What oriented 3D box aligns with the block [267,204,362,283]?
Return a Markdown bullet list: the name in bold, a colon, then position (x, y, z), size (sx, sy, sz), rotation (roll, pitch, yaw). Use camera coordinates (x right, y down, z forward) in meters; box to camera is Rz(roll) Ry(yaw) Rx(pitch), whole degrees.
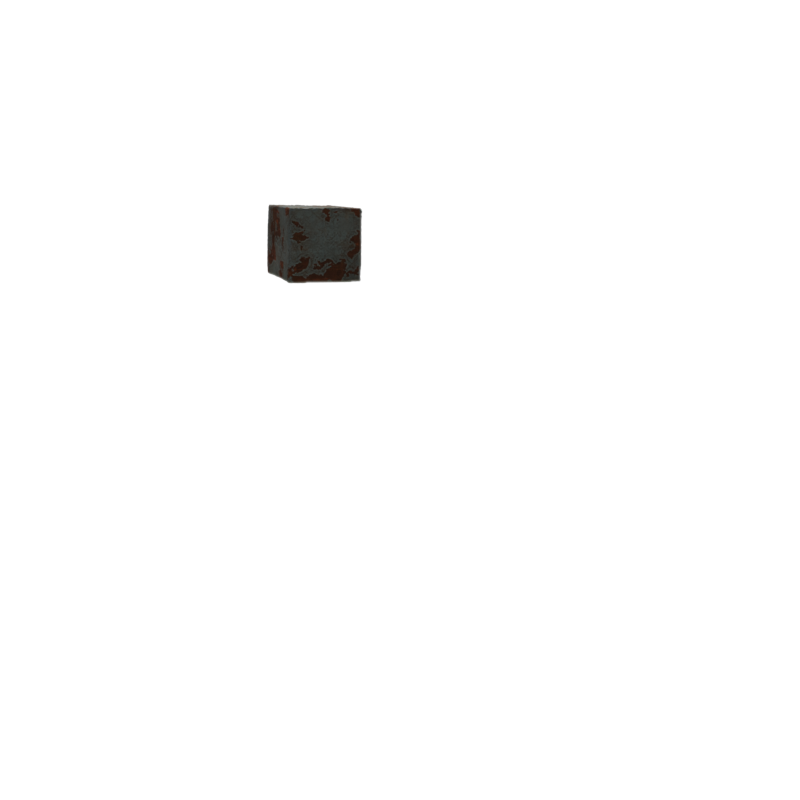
- **block**: position (-0.061, -0.112, 0.783), size (0.052, 0.050, 0.081), rotation (-2, 9, -16)
